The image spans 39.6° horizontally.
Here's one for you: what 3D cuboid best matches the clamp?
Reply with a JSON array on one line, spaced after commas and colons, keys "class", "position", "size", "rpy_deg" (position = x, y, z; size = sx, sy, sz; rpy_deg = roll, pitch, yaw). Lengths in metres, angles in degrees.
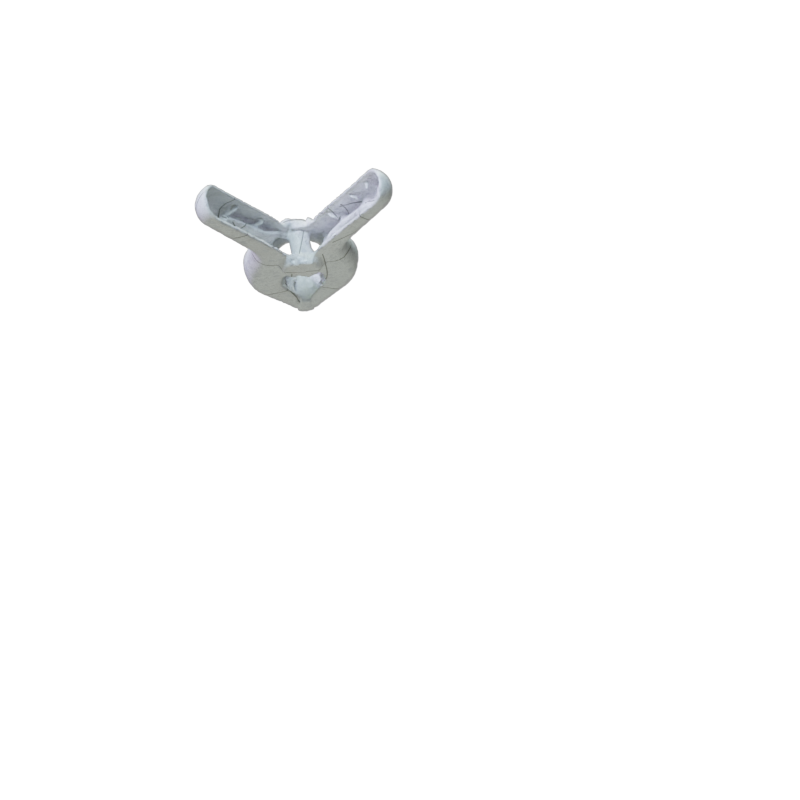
[{"class": "clamp", "position": [-0.058, -0.105, 0.738], "size": [0.121, 0.041, 0.162], "rpy_deg": [-2, -16, 8]}]
